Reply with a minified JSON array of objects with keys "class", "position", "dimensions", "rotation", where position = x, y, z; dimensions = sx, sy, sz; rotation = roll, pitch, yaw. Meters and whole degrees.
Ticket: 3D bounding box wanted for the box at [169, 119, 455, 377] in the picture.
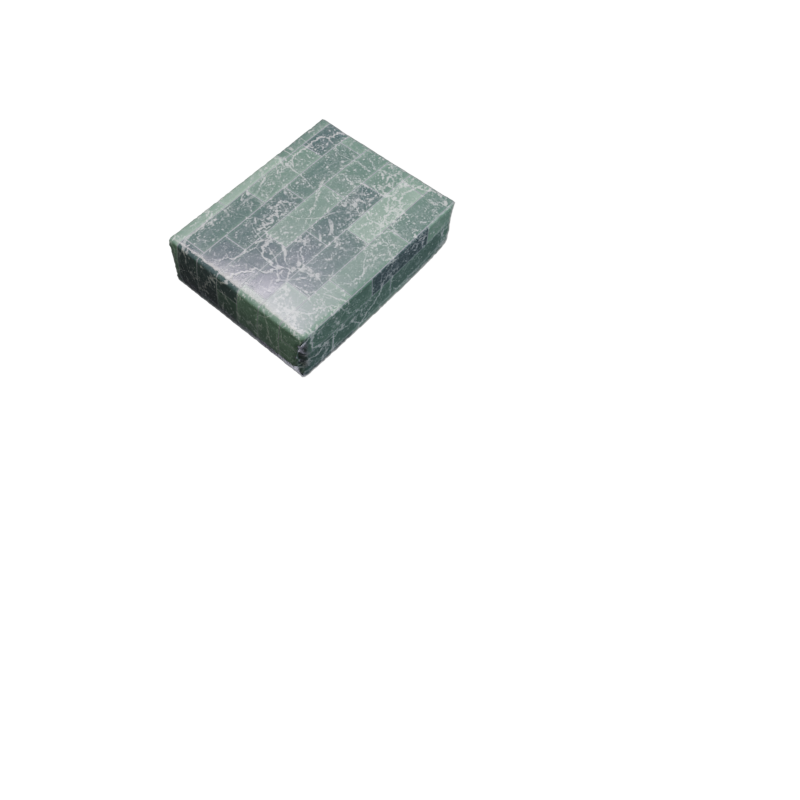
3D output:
[{"class":"box","position":[-0.043,-0.078,0.548],"dimensions":[0.095,0.115,0.036],"rotation":[35,-30,23]}]
